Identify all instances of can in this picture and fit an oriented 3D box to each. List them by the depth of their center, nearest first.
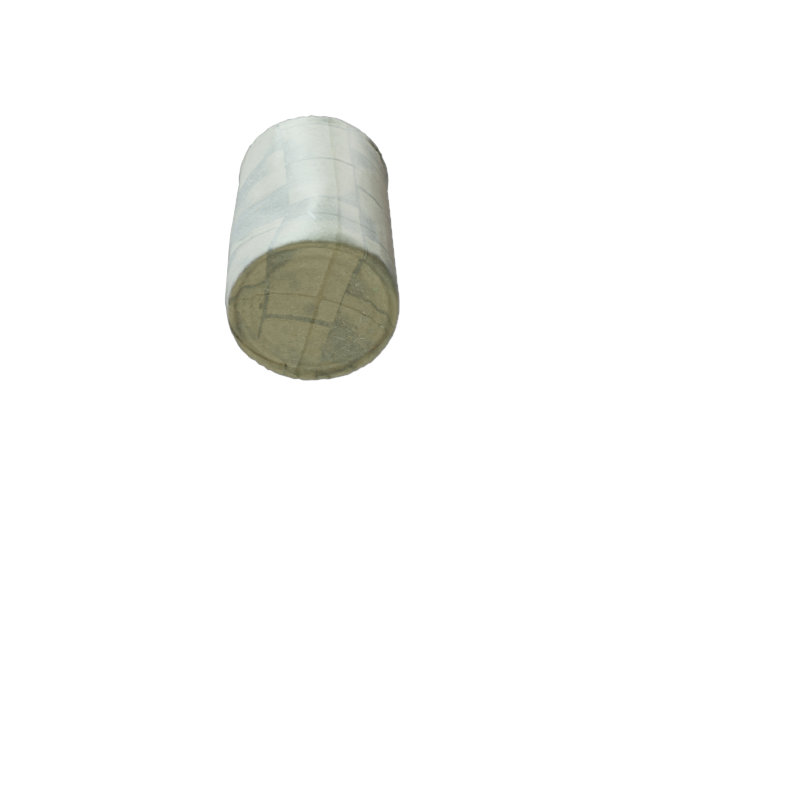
[{"bbox_3d":[-0.036,-0.066,0.459,0.068,0.064,0.109,-1,37,-3],"label":"can"}]
